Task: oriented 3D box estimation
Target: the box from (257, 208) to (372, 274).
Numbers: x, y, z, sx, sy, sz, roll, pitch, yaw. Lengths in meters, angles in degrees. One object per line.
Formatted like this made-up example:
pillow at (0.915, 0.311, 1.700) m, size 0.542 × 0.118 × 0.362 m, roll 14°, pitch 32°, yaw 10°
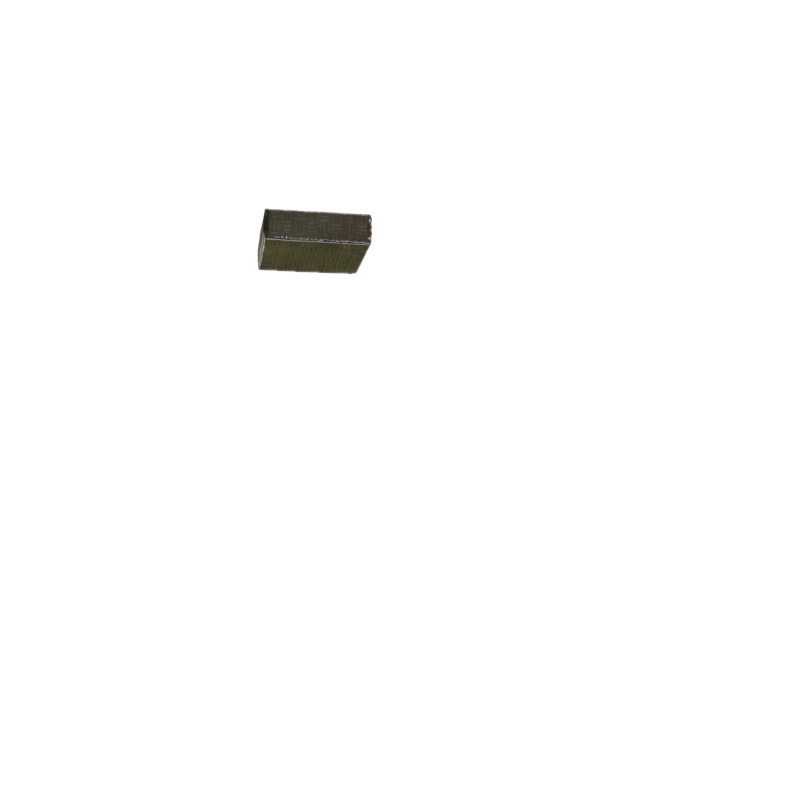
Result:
box at (-0.072, -0.132, 0.925) m, size 0.088 × 0.031 × 0.071 m, roll 2°, pitch -15°, yaw -8°
